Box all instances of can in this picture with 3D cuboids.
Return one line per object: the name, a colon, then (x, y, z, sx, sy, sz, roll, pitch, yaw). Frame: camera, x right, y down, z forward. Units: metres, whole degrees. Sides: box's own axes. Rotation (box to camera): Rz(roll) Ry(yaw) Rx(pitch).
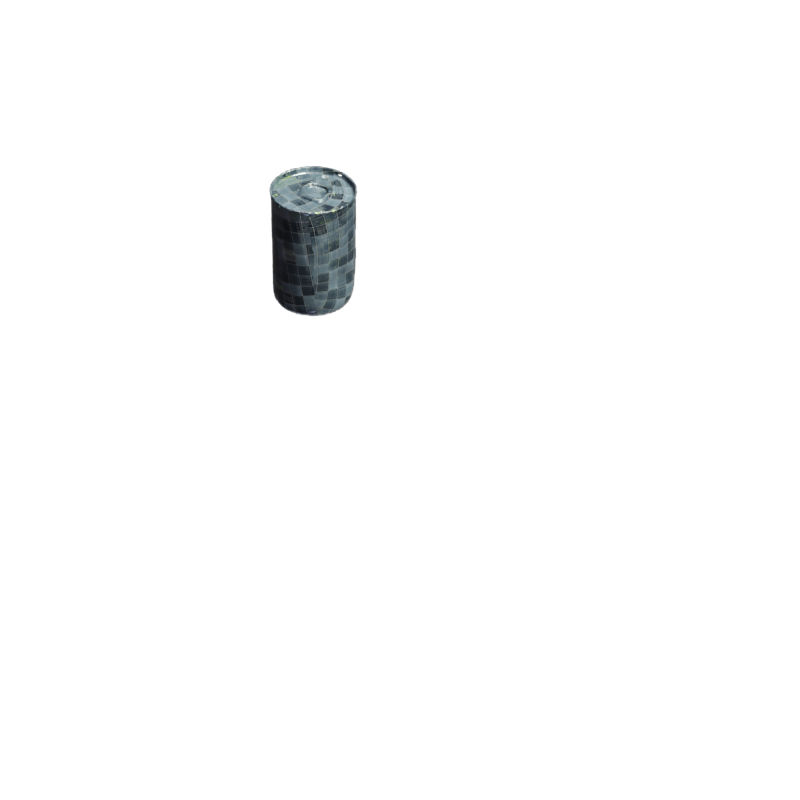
can: (-0.070, -0.127, 0.888, 0.068, 0.095, 0.073, 0, 39, -3)
